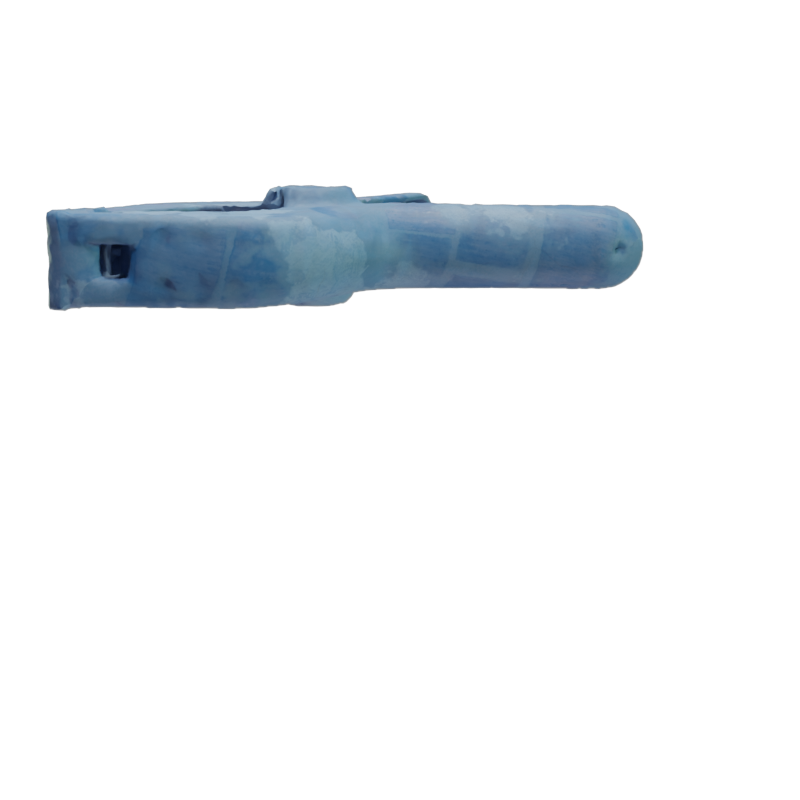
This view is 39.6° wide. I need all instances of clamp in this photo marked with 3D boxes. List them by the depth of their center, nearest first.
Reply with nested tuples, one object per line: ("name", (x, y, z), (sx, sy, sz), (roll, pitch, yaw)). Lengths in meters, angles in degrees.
("clamp", (-0.027, -0.050, 0.349), (0.167, 0.039, 0.124), (-3, 7, -22))
